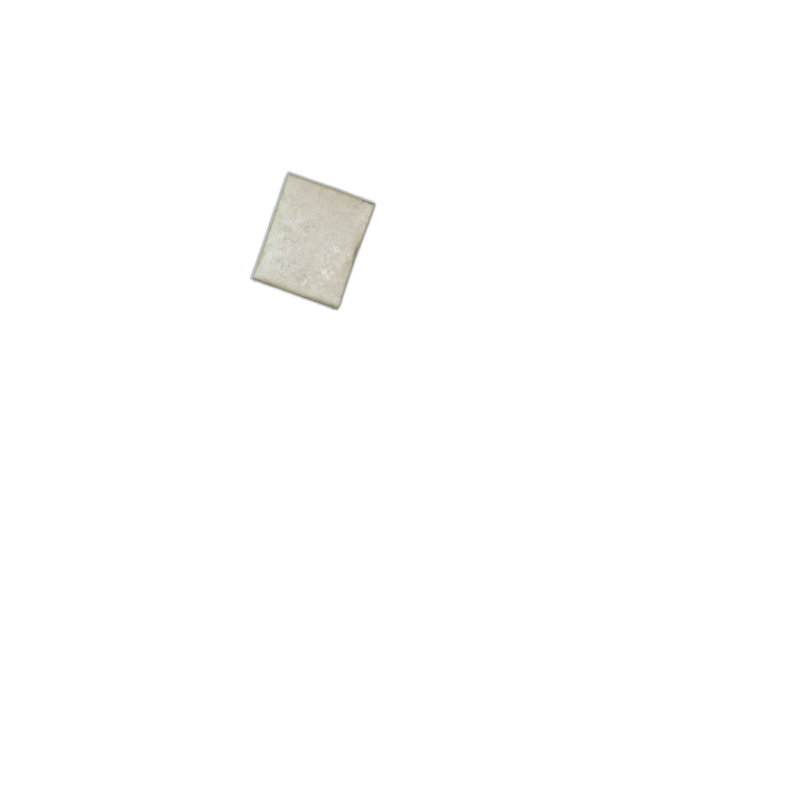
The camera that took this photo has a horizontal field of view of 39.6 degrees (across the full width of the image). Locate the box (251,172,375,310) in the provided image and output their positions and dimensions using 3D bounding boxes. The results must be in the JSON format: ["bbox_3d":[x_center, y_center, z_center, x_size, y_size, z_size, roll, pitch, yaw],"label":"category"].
[{"bbox_3d":[-0.068,-0.124,0.870,0.073,0.090,0.030,20,-2,0],"label":"box"}]
